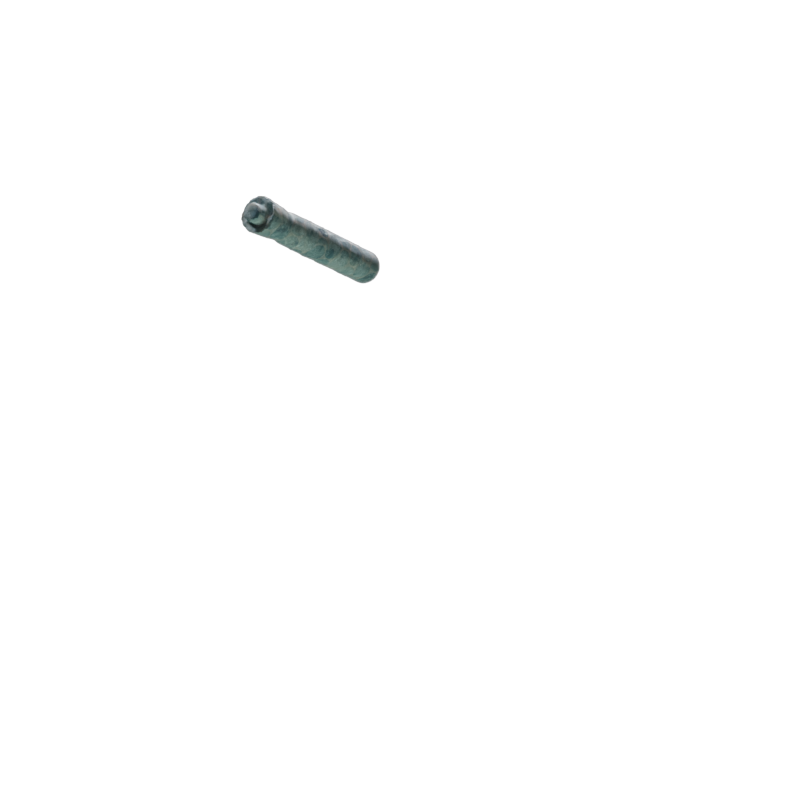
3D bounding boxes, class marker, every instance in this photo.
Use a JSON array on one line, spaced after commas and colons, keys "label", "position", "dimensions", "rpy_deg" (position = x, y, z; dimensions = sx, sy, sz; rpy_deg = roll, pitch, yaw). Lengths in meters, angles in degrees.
[{"label": "marker", "position": [-0.045, -0.083, 0.578], "dimensions": [0.020, 0.020, 0.114], "rpy_deg": [2, -6, 27]}]
